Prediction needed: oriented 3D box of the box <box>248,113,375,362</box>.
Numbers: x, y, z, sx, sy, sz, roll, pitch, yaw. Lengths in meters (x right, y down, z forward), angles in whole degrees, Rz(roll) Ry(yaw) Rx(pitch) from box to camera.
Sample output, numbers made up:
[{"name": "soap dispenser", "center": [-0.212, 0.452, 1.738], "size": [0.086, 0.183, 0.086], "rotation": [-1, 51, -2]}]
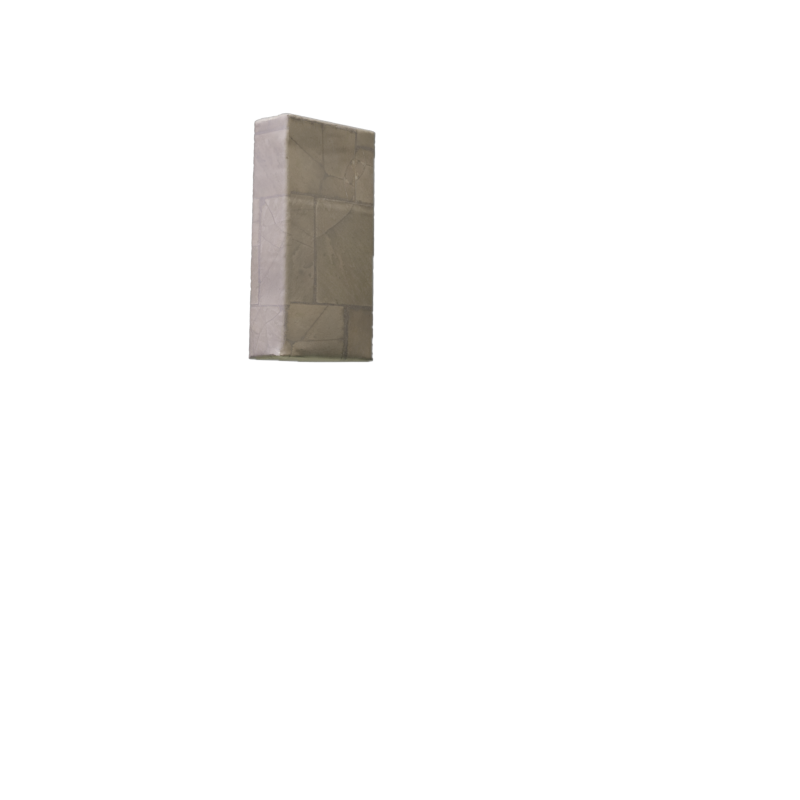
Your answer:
[{"name": "box", "center": [-0.064, -0.117, 0.821], "size": [0.089, 0.180, 0.049], "rotation": [6, -10, -44]}]
